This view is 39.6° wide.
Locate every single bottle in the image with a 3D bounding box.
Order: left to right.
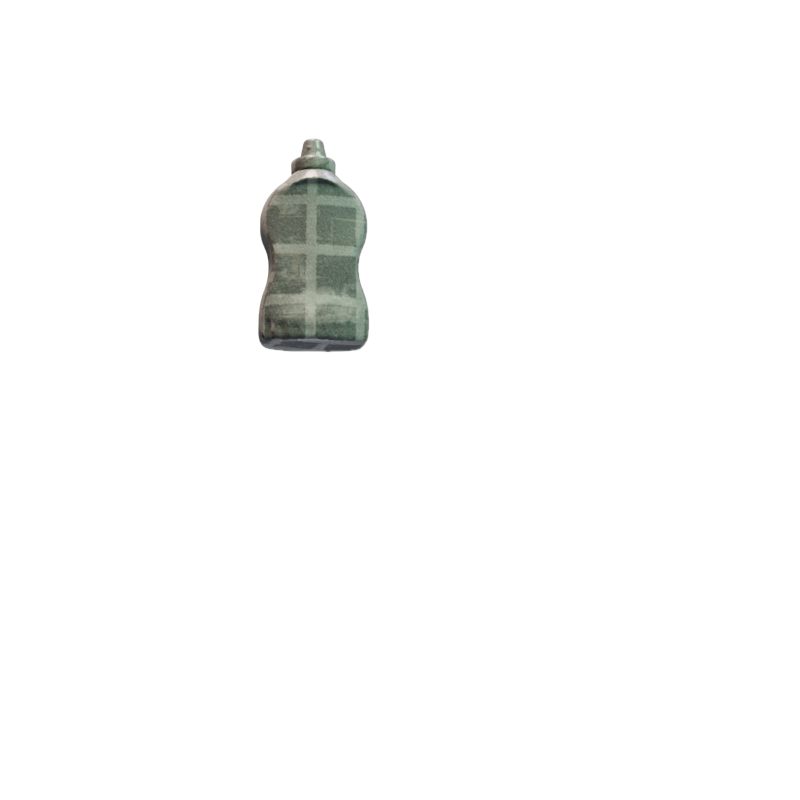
[{"bbox_3d":[-0.078,-0.141,0.990,0.096,0.199,0.056,0,-15,-3],"label":"bottle"}]
